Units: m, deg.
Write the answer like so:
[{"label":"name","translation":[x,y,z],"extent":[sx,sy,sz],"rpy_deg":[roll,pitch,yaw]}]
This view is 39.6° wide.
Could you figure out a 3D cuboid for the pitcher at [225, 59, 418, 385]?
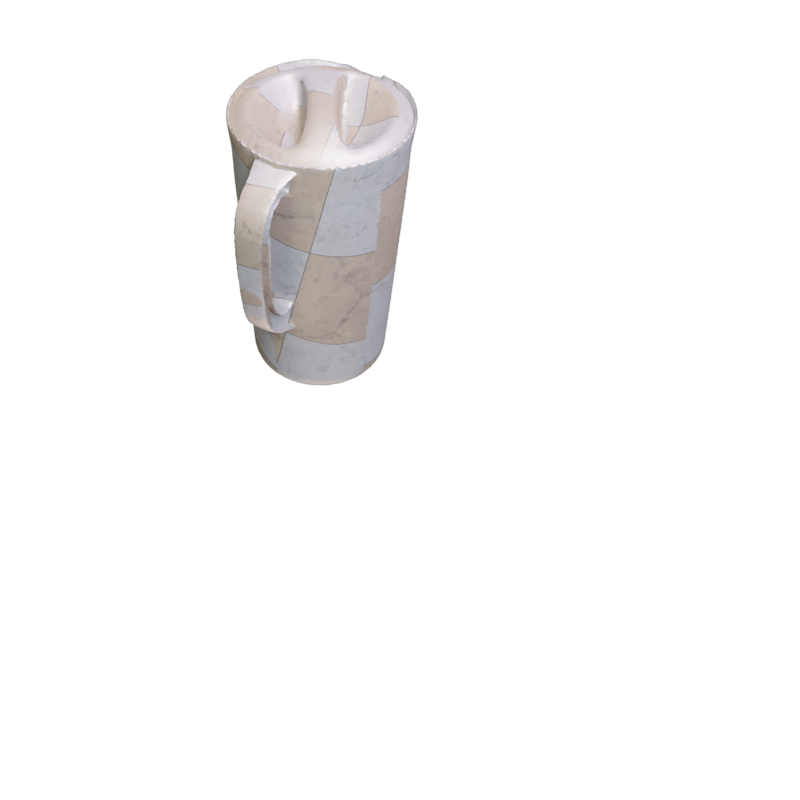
[{"label":"pitcher","translation":[-0.066,-0.120,0.838],"extent":[0.147,0.226,0.157],"rpy_deg":[-13,47,-16]}]
